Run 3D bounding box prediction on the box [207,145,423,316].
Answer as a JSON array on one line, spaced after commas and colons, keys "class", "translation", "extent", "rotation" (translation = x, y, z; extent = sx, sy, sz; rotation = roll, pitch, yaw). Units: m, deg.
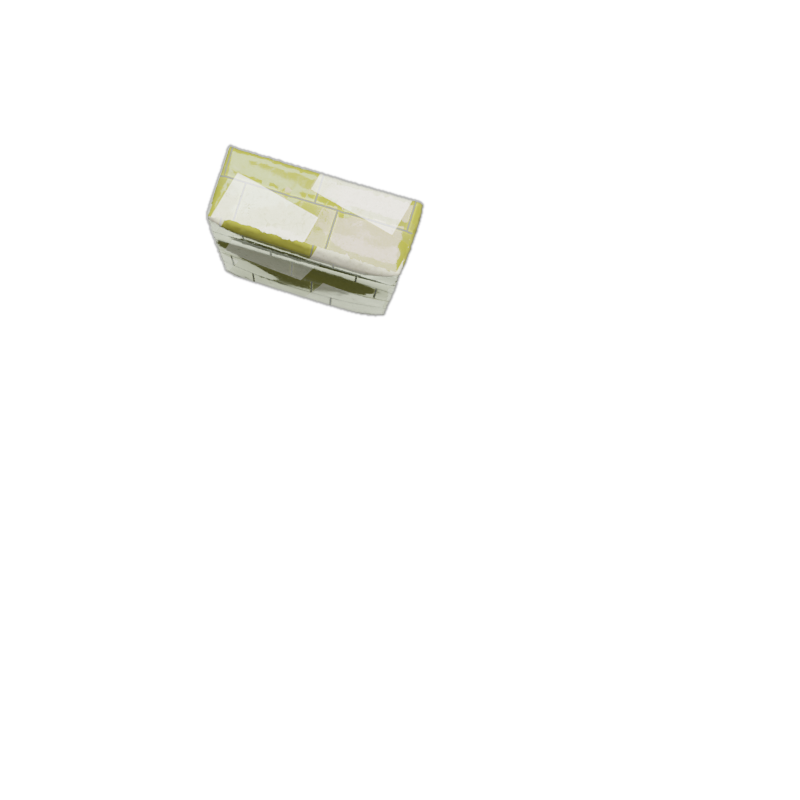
[{"class": "box", "translation": [-0.076, -0.139, 0.972], "extent": [0.165, 0.073, 0.210], "rotation": [17, -6, 0]}]
